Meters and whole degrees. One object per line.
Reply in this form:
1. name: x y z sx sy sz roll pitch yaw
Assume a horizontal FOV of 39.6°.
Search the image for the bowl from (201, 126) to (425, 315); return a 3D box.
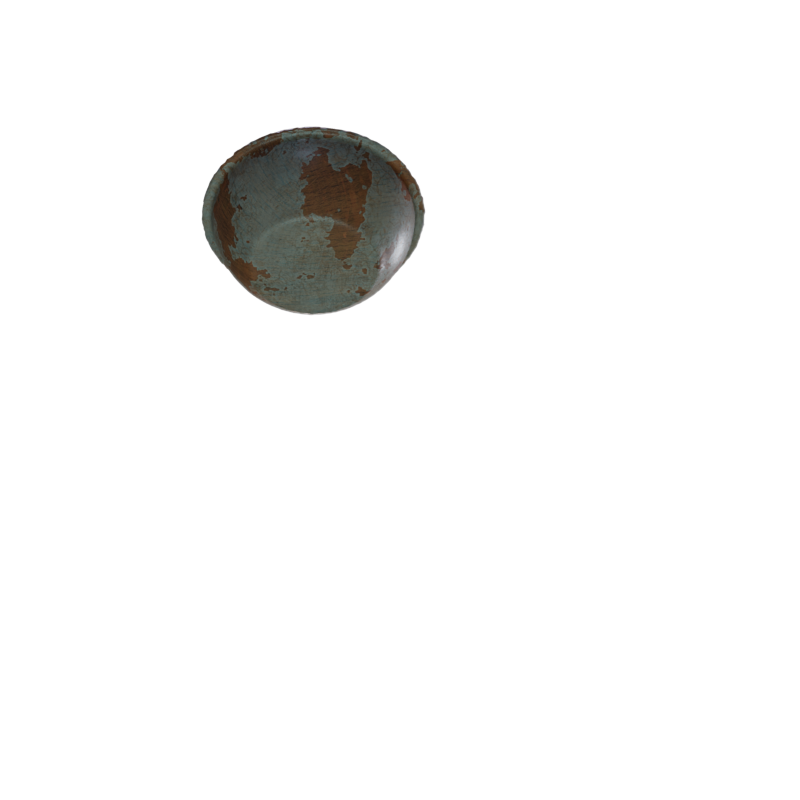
1. bowl: -0.061 -0.112 0.785 0.162 0.151 0.059 1 44 -1
